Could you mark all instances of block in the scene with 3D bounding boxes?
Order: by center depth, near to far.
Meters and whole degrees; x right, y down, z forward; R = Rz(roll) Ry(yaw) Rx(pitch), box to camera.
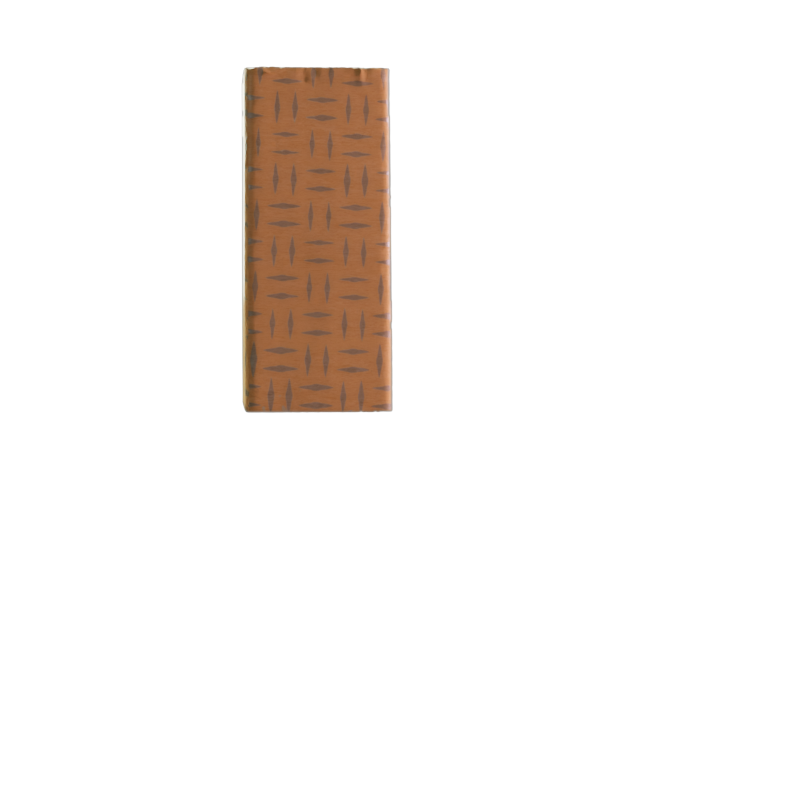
[{"bbox_3d":[-0.055,-0.100,0.702,0.090,0.207,0.090,0,-2,-6],"label":"block"}]
